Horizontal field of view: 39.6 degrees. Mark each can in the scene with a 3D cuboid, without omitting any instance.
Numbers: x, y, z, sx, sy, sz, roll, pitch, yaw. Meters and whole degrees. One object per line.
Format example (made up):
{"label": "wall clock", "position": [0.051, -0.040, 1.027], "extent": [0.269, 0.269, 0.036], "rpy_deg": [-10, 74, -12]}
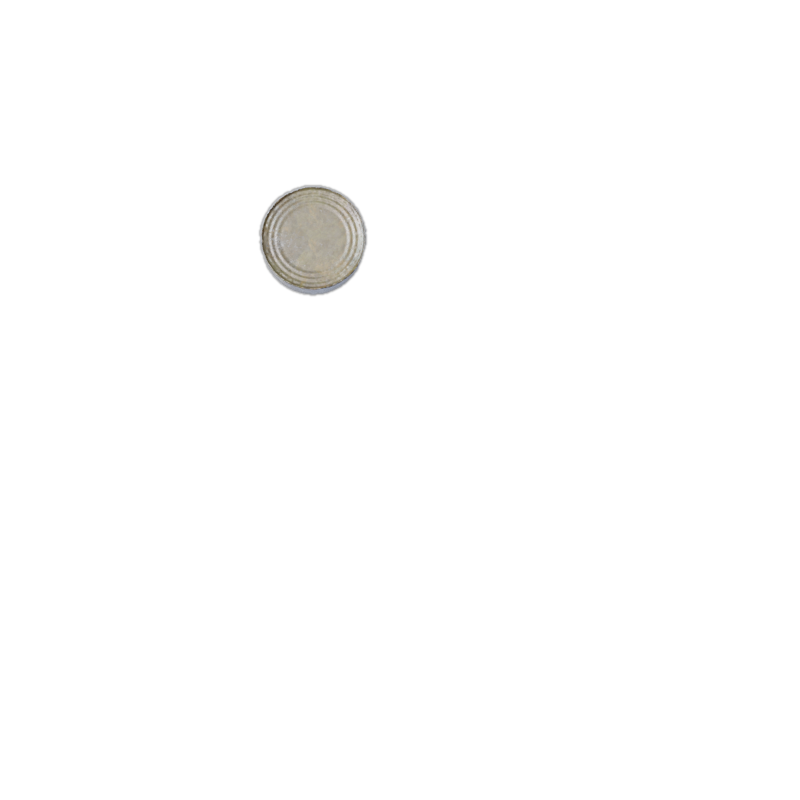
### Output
{"label": "can", "position": [-0.071, -0.130, 0.911], "extent": [0.086, 0.089, 0.033], "rpy_deg": [0, -12, -1]}
